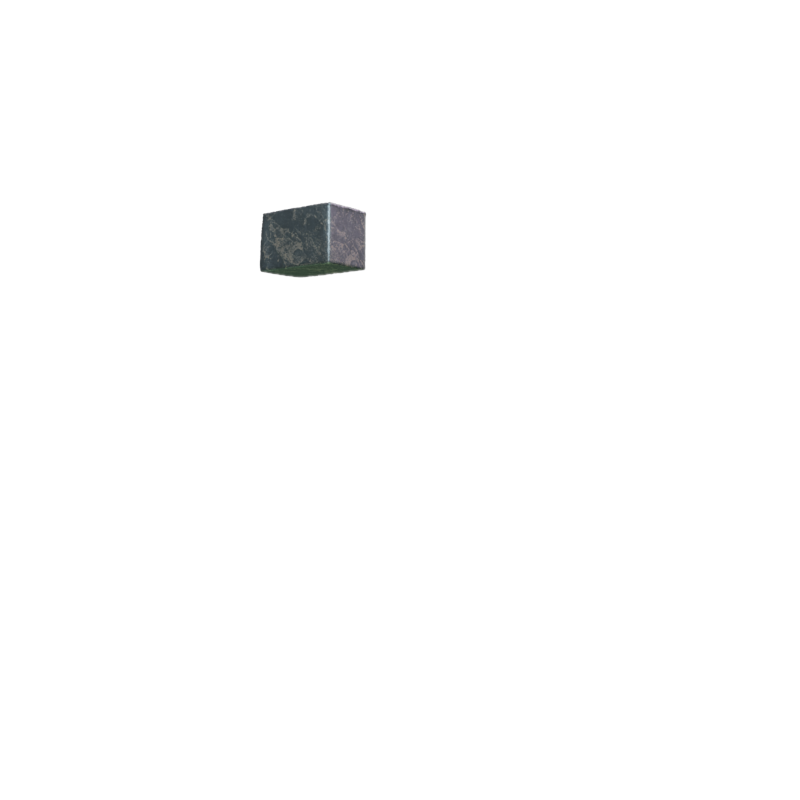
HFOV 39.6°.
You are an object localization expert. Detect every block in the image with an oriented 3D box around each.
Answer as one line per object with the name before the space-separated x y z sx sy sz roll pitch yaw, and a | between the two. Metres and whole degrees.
block | -0.074 -0.136 0.950 0.080 0.052 0.050 -4 -7 37
